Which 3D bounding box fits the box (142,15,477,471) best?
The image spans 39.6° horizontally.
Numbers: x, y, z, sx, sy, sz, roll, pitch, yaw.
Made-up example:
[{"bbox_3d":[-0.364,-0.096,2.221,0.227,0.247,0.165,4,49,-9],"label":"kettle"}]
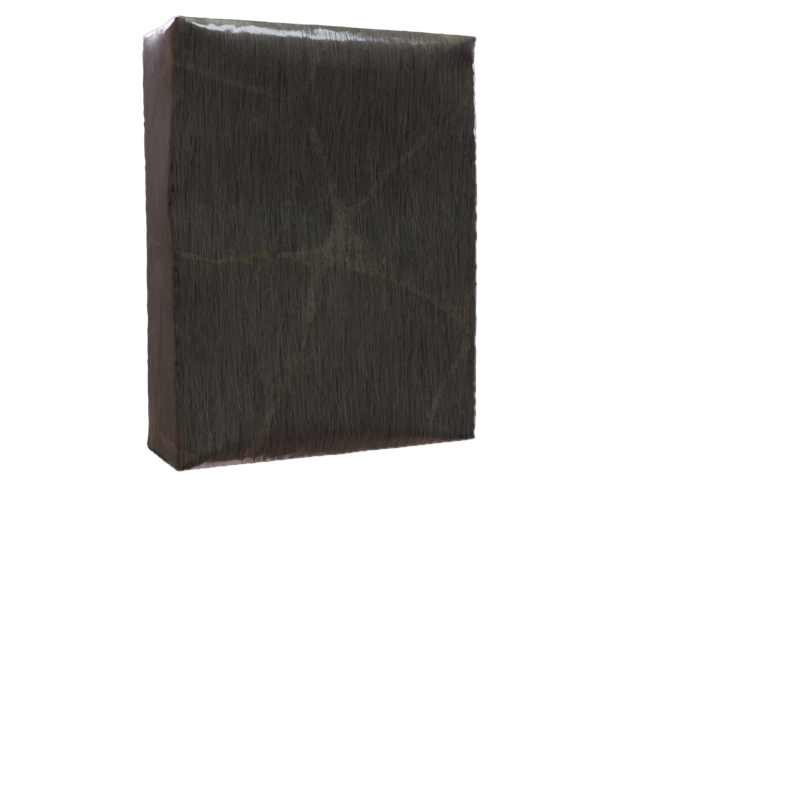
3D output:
[{"bbox_3d":[-0.044,-0.081,0.566,0.160,0.213,0.074,-2,3,-23],"label":"box"}]
